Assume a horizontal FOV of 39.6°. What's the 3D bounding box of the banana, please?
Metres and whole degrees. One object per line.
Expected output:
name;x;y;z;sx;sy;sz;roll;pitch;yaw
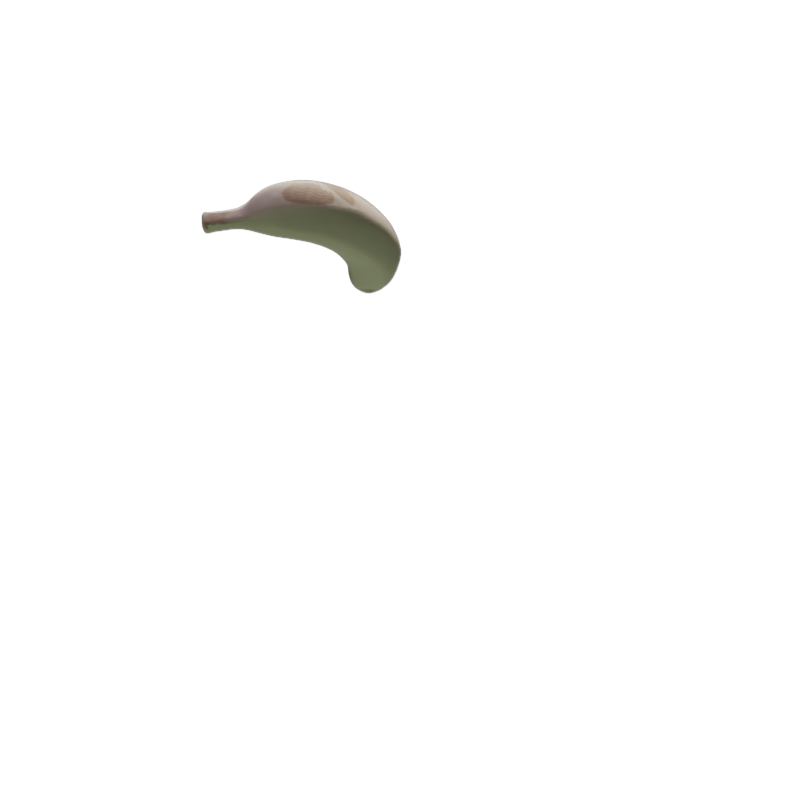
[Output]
banana;-0.040;-0.102;0.686;0.071;0.038;0.187;-6;-11;28
